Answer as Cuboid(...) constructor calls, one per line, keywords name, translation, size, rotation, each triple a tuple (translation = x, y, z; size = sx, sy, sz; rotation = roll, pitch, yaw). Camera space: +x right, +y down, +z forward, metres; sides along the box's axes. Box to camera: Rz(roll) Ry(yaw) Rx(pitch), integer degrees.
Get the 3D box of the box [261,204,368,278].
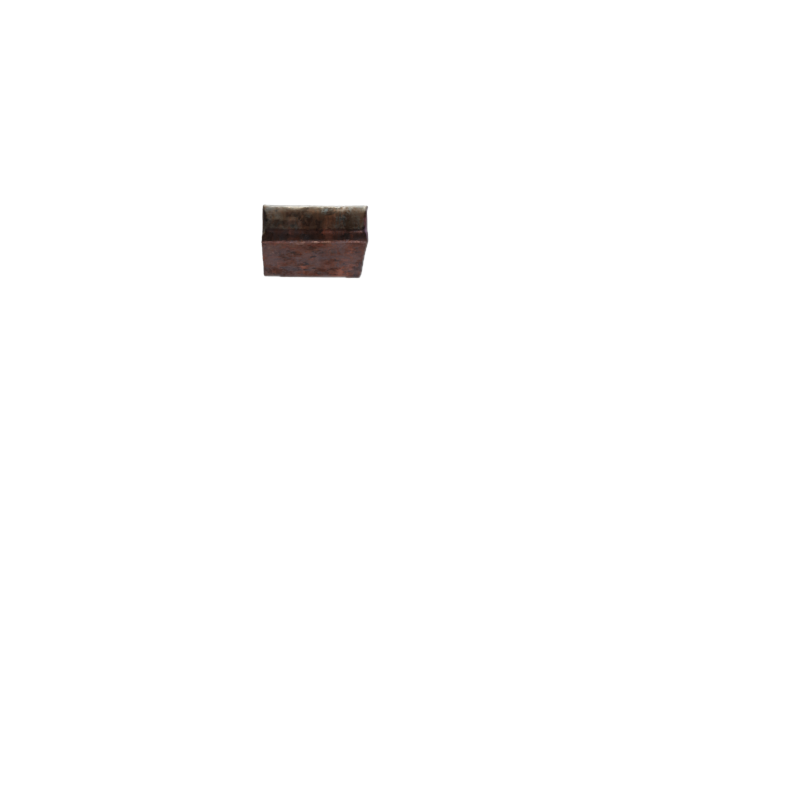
Cuboid(name="box", translation=(-0.062, -0.113, 0.789), size=(0.073, 0.031, 0.086), rotation=(1, -12, -4))
